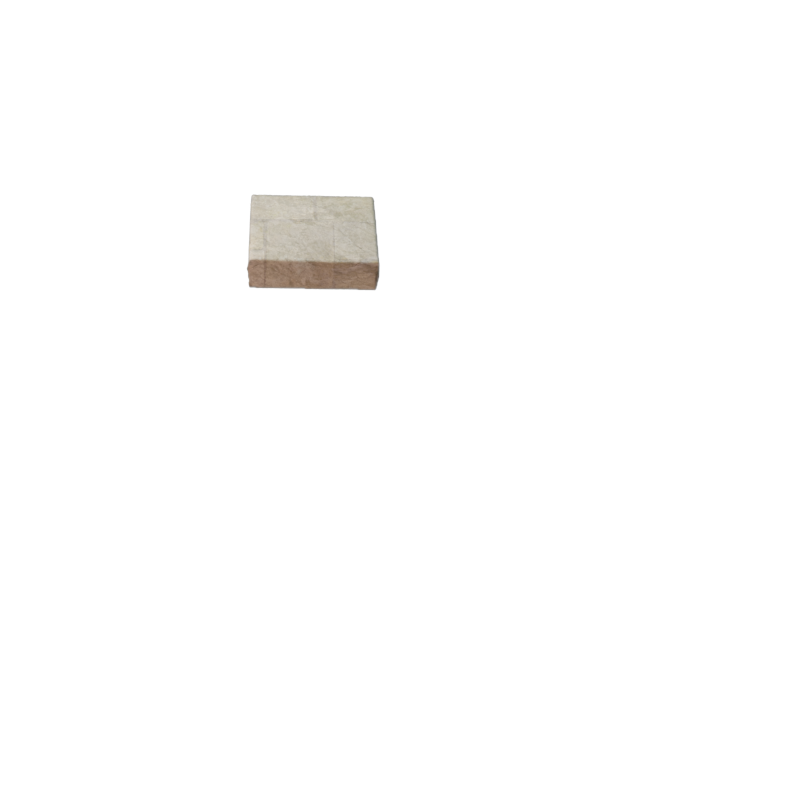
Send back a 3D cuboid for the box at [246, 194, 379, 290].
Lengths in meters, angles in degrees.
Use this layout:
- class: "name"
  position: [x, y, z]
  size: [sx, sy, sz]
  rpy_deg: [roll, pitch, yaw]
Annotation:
- class: "box"
  position: [-0.076, -0.138, 0.969]
  size: [0.113, 0.036, 0.097]
  rpy_deg: [-1, 44, -2]
